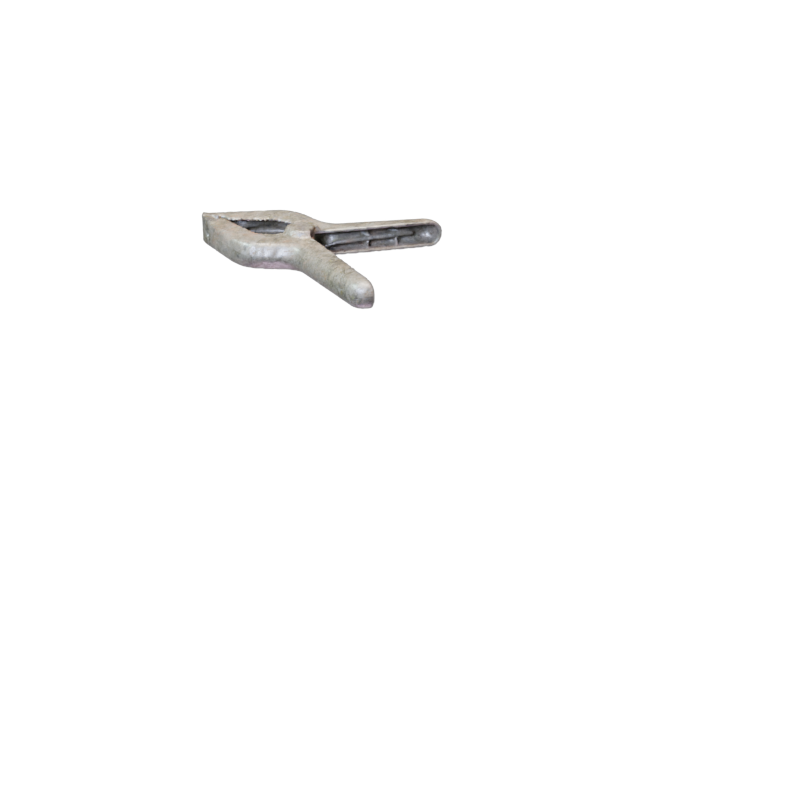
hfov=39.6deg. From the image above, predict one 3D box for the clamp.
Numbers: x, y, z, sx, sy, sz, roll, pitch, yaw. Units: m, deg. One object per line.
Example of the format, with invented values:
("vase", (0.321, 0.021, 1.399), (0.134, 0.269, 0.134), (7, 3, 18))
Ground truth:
("clamp", (-0.076, -0.139, 0.977), (0.220, 0.034, 0.166), (16, 32, 28))
